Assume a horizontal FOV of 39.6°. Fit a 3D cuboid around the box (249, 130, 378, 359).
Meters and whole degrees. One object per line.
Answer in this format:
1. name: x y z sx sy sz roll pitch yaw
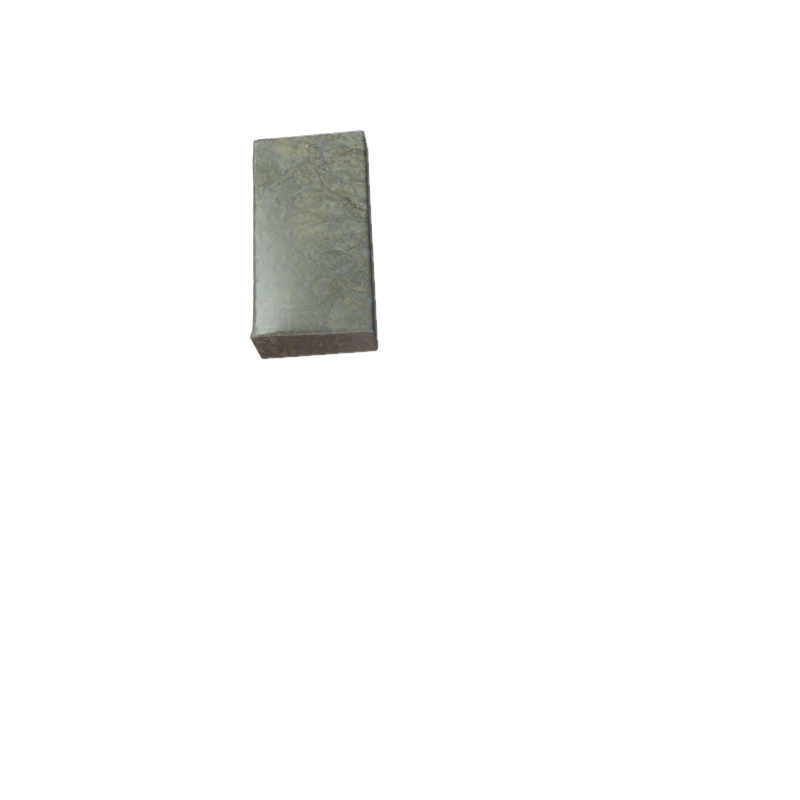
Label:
1. box: -0.067 -0.123 0.862 0.094 0.187 0.045 -5 -28 5
